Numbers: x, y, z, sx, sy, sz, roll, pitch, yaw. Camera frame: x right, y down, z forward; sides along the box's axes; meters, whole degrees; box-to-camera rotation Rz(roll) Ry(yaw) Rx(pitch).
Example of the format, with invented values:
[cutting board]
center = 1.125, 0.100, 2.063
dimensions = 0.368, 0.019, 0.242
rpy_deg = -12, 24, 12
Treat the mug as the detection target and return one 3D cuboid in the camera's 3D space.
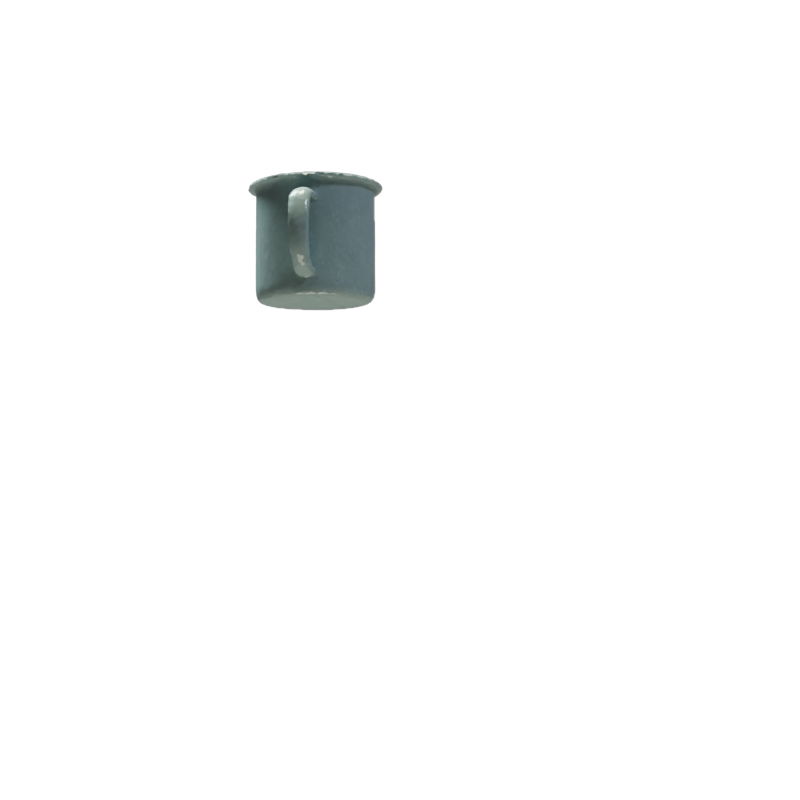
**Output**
[mug]
center = -0.059, -0.107, 0.750
dimensions = 0.094, 0.083, 0.114
rpy_deg = -1, -6, 4
